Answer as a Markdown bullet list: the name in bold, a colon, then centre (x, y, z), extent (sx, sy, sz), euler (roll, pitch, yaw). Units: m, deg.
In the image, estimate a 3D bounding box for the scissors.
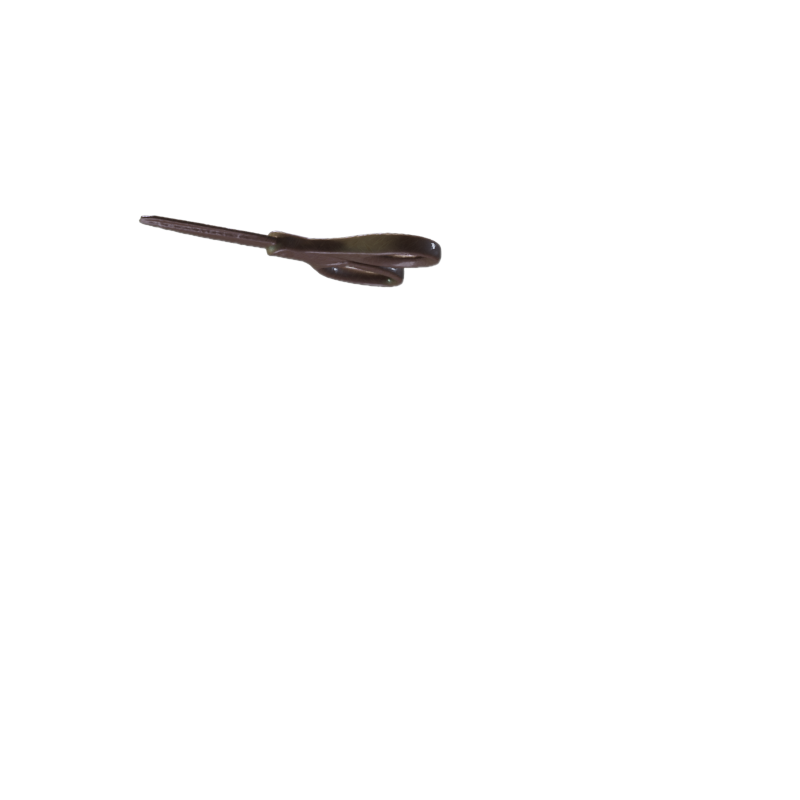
- **scissors**: centre (-0.054, -0.098, 0.689), extent (0.098, 0.016, 0.191), euler (-8, -12, 40)
